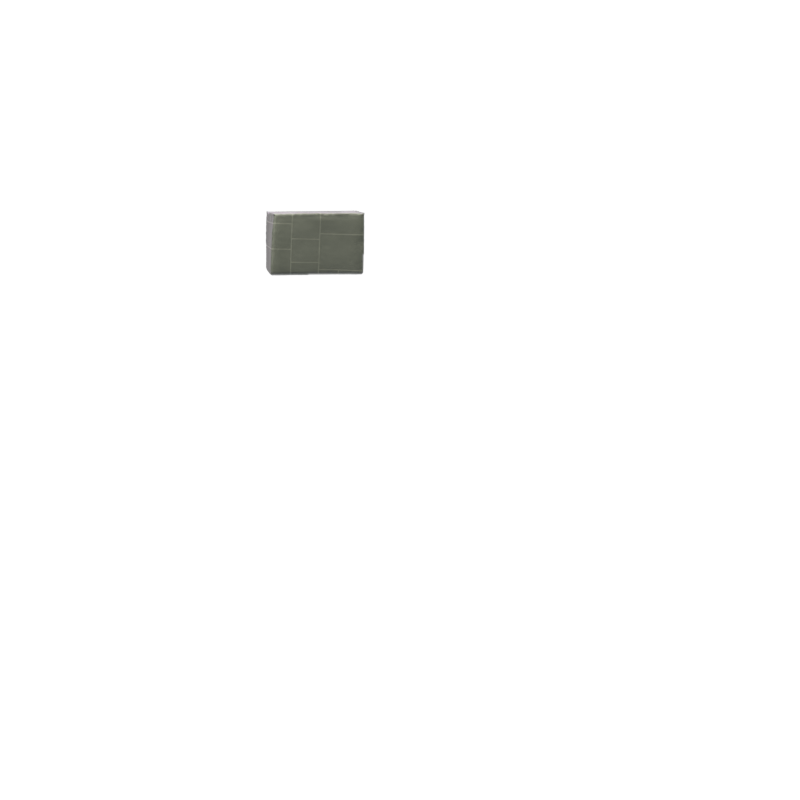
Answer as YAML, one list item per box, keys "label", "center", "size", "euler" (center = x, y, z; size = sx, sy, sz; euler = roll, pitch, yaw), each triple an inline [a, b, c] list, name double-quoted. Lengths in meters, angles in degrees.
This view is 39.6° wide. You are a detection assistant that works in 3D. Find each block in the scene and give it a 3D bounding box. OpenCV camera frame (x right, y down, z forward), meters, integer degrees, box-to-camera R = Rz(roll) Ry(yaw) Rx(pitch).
- label: "block"
  center: [-0.073, -0.133, 0.929]
  size: [0.077, 0.050, 0.054]
  euler: [-2, 9, -11]
